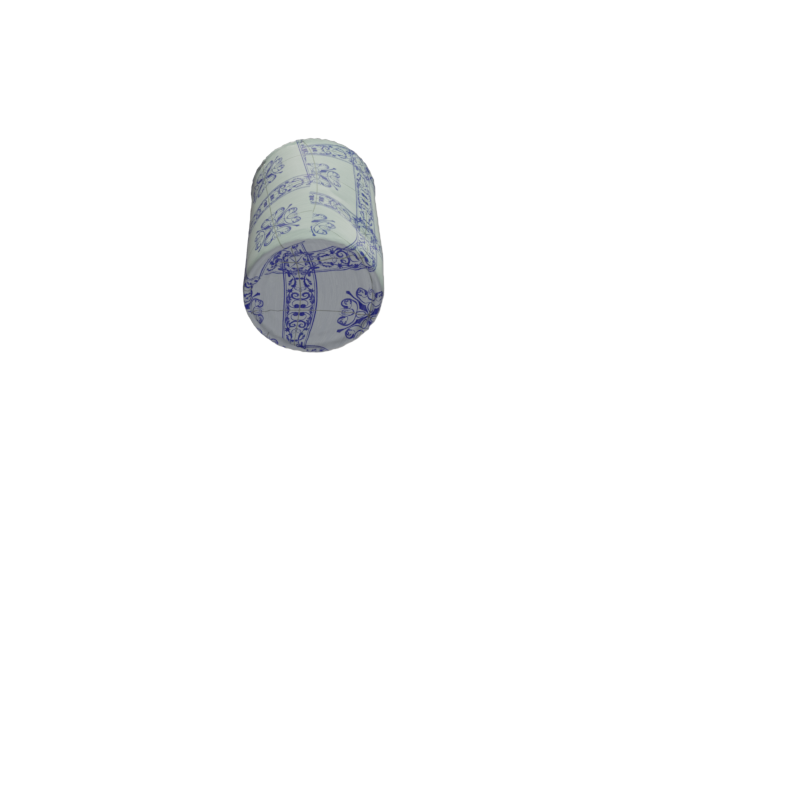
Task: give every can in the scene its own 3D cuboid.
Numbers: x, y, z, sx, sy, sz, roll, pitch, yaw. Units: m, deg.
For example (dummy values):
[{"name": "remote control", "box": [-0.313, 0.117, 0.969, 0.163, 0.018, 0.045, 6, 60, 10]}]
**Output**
[{"name": "can", "box": [-0.044, -0.080, 0.561, 0.068, 0.064, 0.109, -1, 36, -3]}]
